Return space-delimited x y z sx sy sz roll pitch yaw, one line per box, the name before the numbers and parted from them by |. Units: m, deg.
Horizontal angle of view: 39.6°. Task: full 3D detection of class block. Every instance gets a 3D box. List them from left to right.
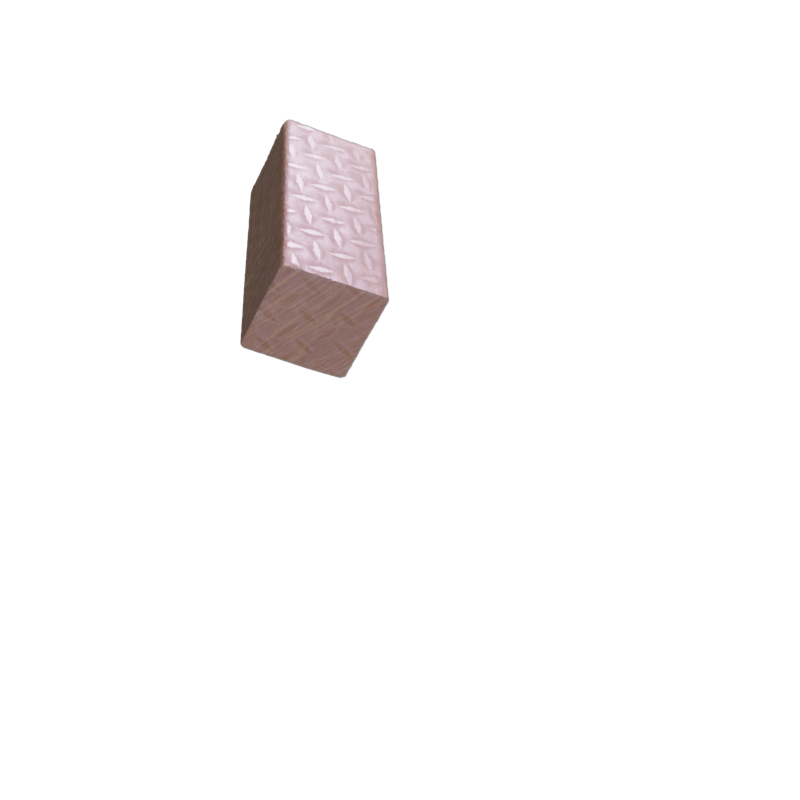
block | -0.072 -0.130 0.914 0.087 0.087 0.221 17 38 -18
